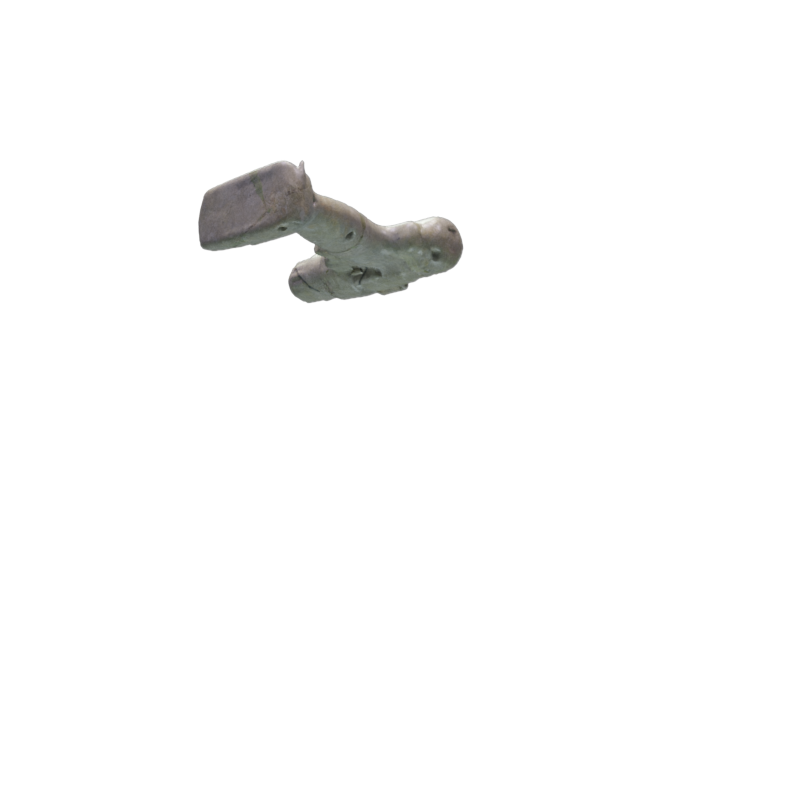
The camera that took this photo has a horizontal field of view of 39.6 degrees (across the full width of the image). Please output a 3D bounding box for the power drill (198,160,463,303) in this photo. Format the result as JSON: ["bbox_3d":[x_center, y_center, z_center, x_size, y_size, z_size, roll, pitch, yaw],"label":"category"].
[{"bbox_3d":[-0.071,-0.130,0.908,0.188,0.060,0.177,-13,-19,41],"label":"power drill"}]
